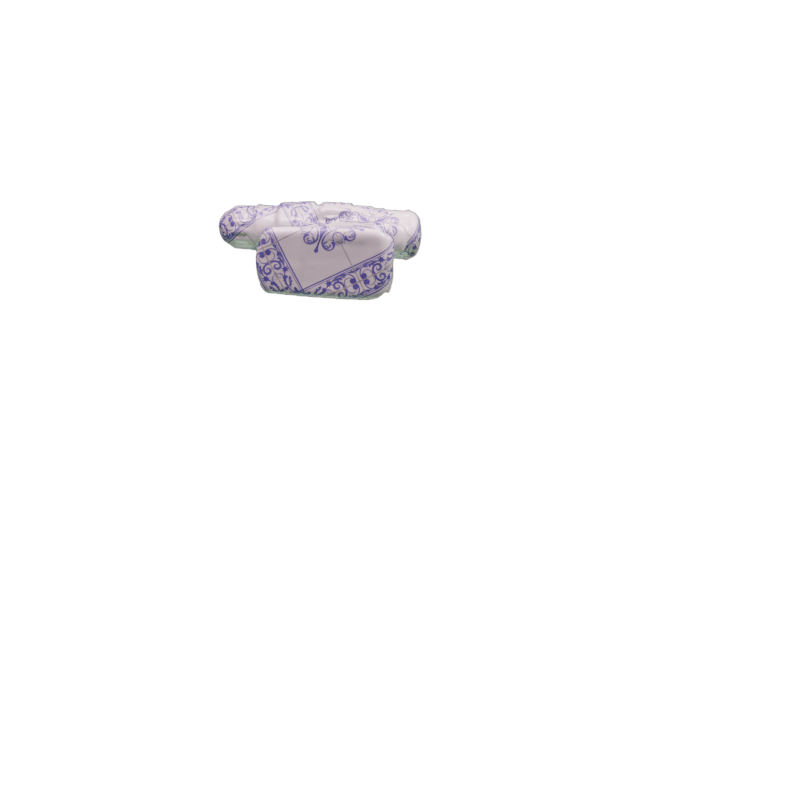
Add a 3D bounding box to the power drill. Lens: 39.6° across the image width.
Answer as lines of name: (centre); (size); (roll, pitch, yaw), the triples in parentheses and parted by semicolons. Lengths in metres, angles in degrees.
power drill: (-0.074, -0.134, 0.940); (0.185, 0.055, 0.193); (1, 18, 2)
